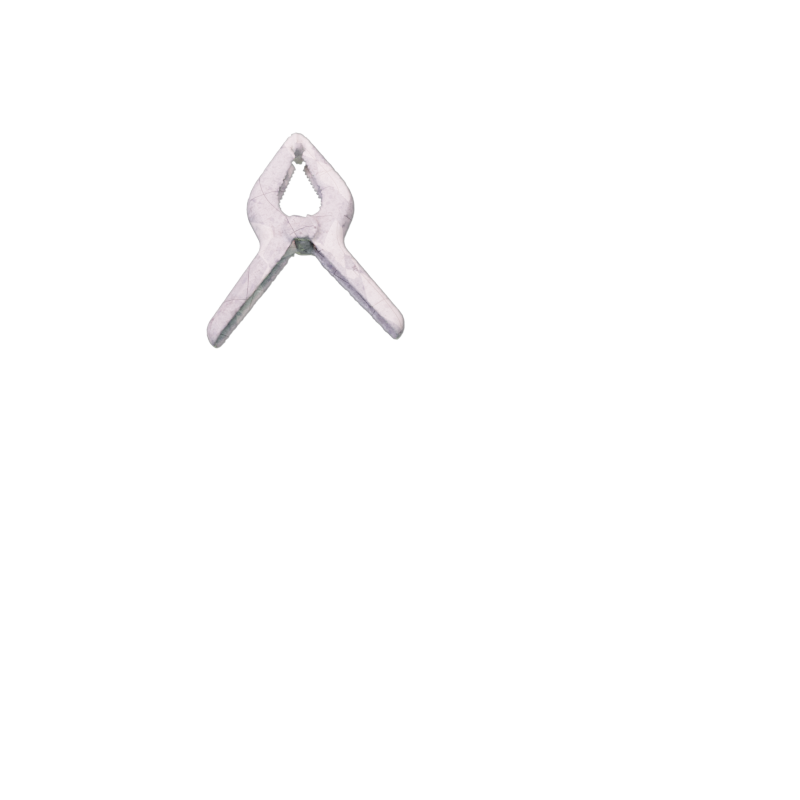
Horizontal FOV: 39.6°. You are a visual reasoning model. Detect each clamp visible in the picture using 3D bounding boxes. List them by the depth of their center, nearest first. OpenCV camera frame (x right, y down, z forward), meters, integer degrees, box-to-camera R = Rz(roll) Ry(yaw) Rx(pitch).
[{"bbox_3d":[-0.076,-0.138,0.967,0.165,0.222,0.034,3,-27,1],"label":"clamp"}]
